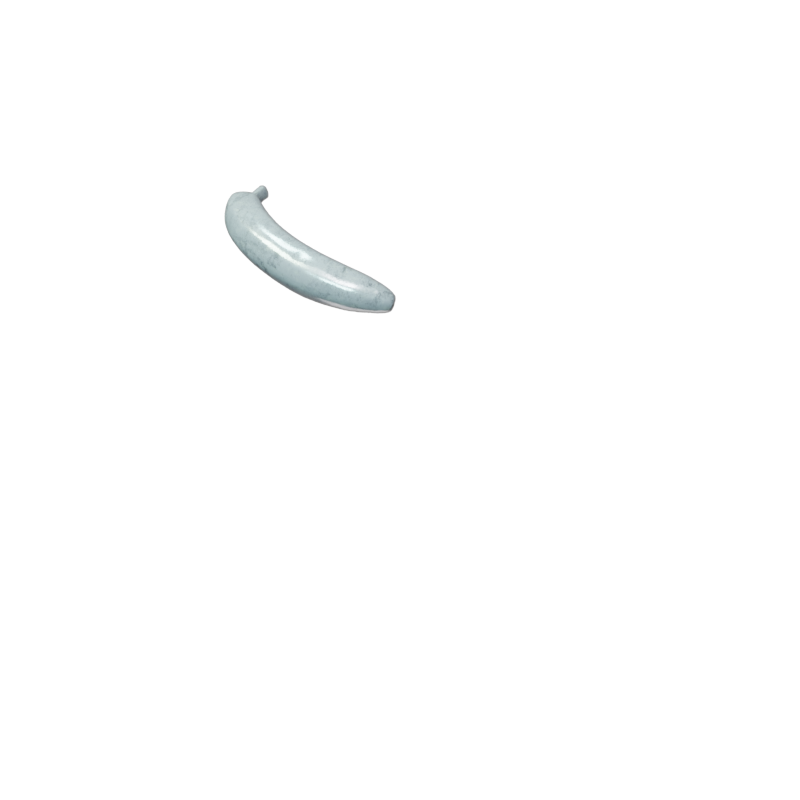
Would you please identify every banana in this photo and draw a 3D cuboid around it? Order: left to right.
[{"bbox_3d":[-0.086,-0.121,0.877,0.069,0.034,0.213,-24,47,-25],"label":"banana"}]
